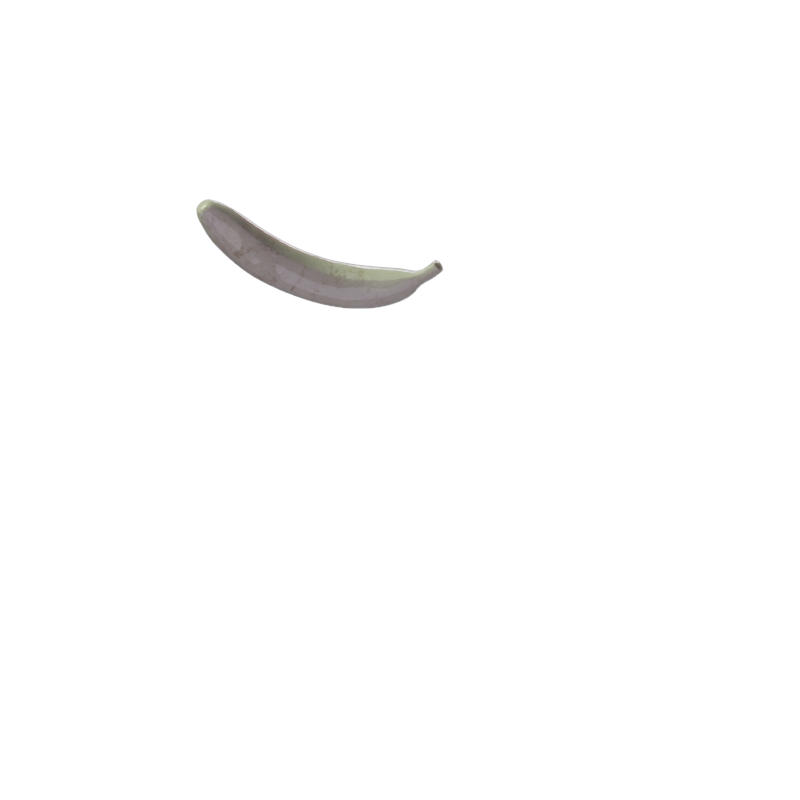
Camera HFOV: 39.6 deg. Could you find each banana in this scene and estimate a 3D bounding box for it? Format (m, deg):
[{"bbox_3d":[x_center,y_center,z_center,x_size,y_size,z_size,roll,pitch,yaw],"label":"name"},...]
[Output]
[{"bbox_3d":[-0.070,-0.110,0.882,0.195,0.066,0.039,13,33,-8],"label":"banana"}]
